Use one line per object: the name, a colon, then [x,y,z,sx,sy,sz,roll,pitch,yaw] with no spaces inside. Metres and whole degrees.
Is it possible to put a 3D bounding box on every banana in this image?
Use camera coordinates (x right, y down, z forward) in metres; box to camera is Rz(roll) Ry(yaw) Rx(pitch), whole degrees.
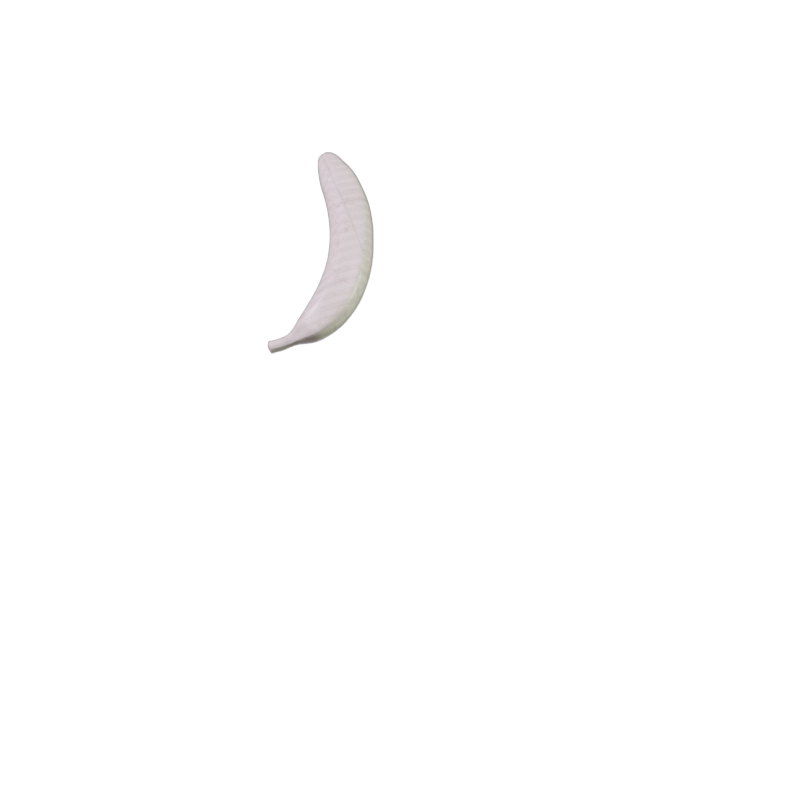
banana: [-0.056,-0.126,0.933,0.070,0.208,0.035,10,-28,4]
